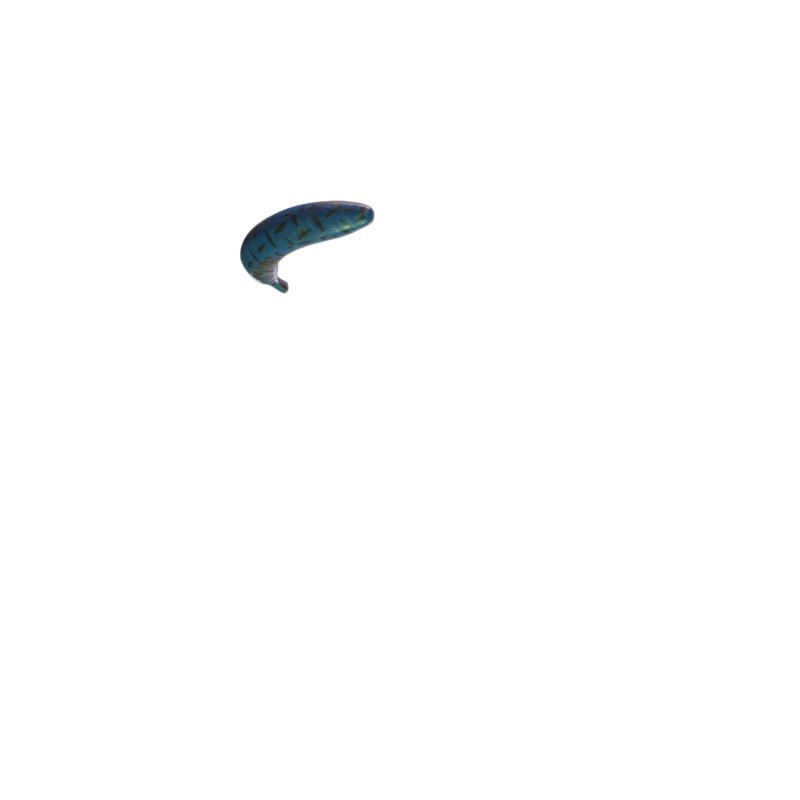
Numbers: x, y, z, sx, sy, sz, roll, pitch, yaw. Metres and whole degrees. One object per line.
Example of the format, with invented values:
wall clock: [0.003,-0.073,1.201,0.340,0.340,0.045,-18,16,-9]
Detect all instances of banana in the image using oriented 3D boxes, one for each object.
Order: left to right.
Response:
banana: [-0.094,-0.139,0.963,0.067,0.038,0.197,7,-14,-26]
